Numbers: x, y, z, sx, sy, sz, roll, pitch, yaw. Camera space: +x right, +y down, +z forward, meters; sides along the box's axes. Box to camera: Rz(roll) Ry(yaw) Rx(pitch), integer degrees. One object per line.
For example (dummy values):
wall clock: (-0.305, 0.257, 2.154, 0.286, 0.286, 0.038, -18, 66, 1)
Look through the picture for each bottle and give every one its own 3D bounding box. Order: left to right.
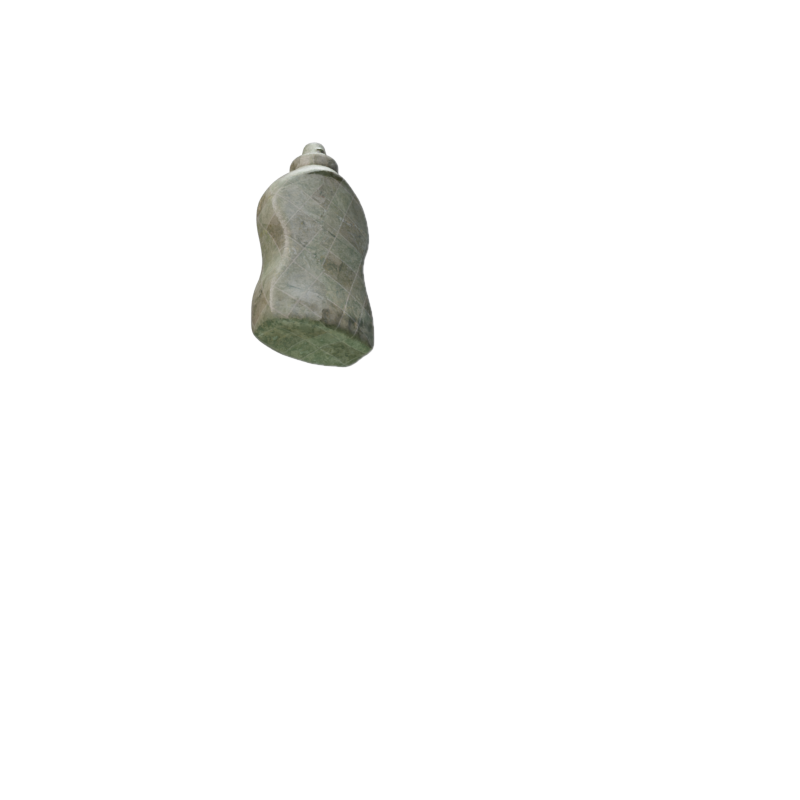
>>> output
bottle: (-0.069, -0.126, 0.882, 0.092, 0.205, 0.057, 17, -38, -28)
